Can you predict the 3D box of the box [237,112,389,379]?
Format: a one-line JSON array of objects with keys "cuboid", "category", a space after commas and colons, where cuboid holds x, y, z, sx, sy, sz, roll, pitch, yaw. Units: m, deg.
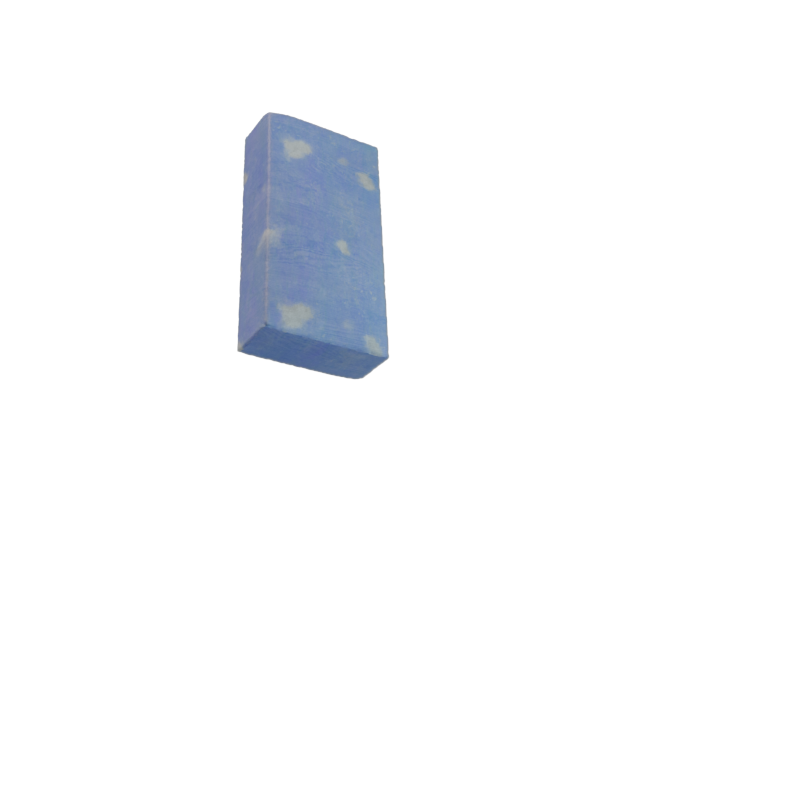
[{"cuboid": [-0.059, -0.107, 0.750, 0.089, 0.188, 0.047, 14, -34, -26], "category": "box"}]
